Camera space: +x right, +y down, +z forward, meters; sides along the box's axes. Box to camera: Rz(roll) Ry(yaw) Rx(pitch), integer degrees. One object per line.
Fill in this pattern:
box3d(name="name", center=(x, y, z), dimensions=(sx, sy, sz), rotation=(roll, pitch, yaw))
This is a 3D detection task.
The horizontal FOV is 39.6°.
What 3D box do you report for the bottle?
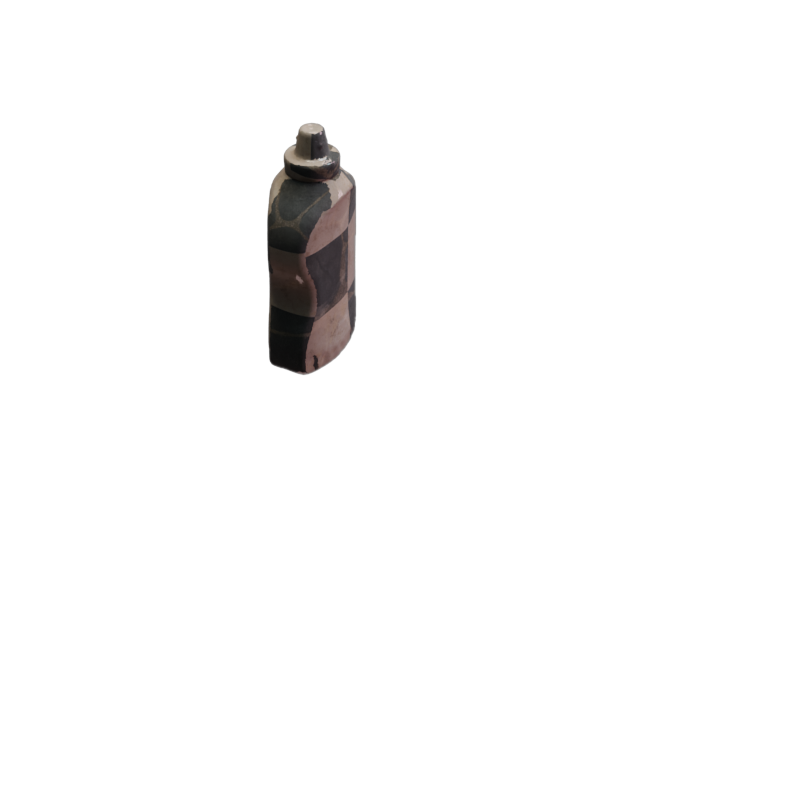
box3d(name="bottle", center=(-0.066, -0.120, 0.837), dimensions=(0.061, 0.179, 0.099), rotation=(17, 39, 19))
